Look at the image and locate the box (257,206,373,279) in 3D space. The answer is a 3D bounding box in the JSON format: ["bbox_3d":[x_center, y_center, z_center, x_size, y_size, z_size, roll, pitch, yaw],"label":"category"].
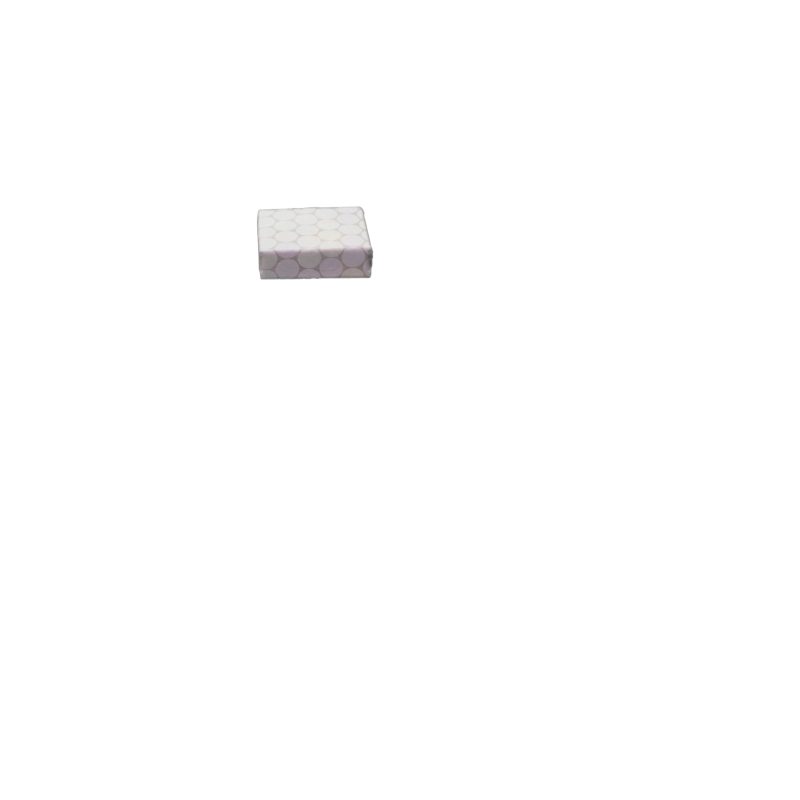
[{"bbox_3d":[-0.069,-0.127,0.886,0.089,0.028,0.078,-3,34,-4],"label":"box"}]
